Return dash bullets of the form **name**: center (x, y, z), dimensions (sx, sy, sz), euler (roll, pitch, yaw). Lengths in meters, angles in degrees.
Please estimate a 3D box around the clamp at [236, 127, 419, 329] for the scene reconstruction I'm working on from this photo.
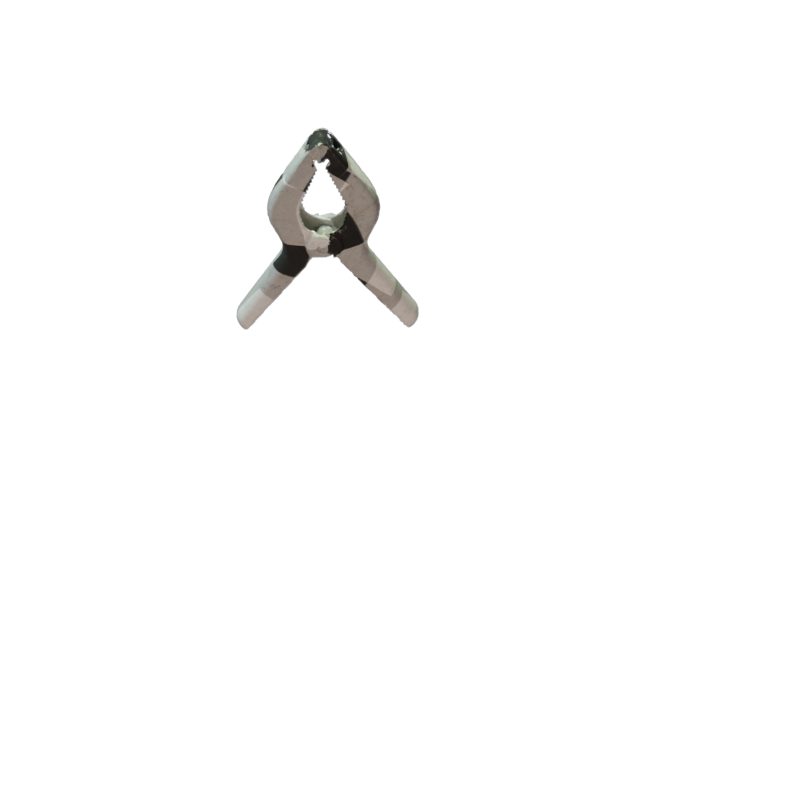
- **clamp**: center (-0.075, -0.137, 0.958), dimensions (0.165, 0.195, 0.039), euler (-6, 40, 5)
